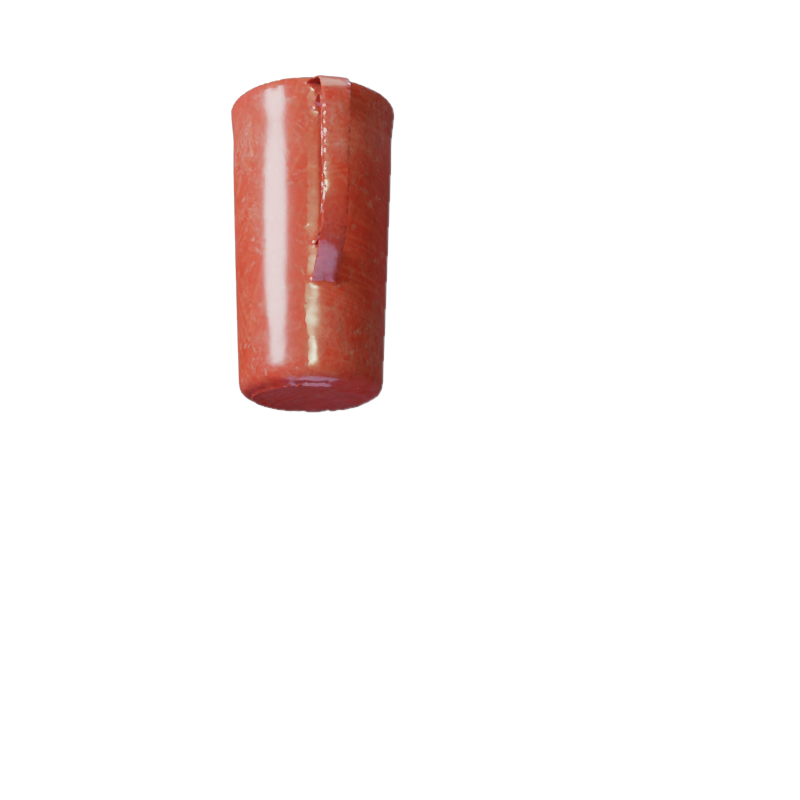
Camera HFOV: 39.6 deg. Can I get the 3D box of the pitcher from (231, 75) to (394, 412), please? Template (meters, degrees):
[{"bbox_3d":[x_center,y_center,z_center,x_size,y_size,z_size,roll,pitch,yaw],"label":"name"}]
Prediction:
[{"bbox_3d":[-0.067,-0.122,0.856,0.148,0.254,0.140,-12,-21,29],"label":"pitcher"}]
